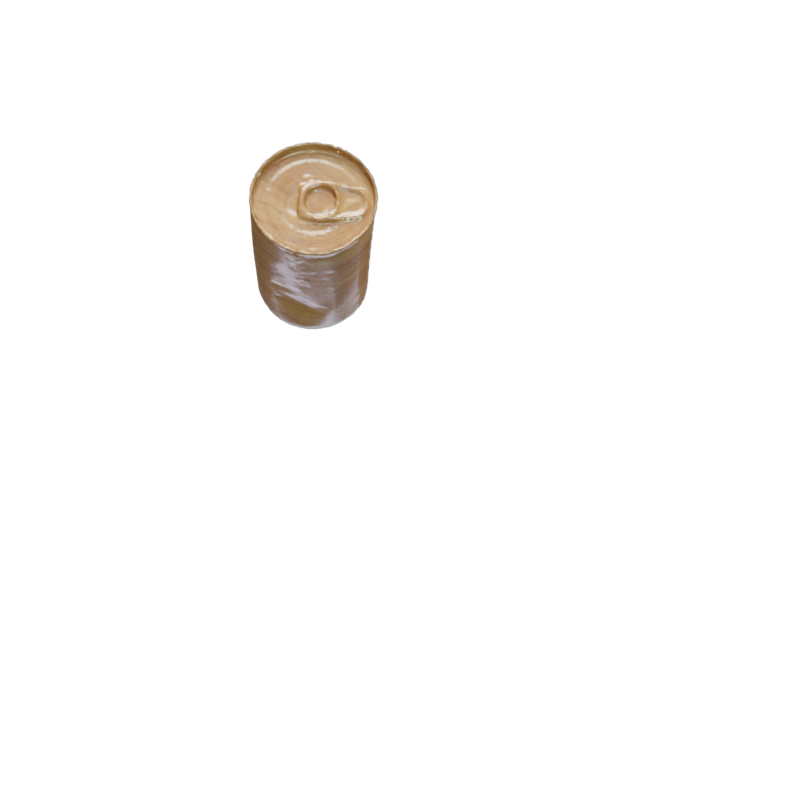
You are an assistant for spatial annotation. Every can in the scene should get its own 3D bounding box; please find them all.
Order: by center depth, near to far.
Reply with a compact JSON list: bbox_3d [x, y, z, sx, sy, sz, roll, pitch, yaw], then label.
[{"bbox_3d":[-0.049,-0.089,0.624,0.068,0.072,0.097,0,-23,-3],"label":"can"}]
